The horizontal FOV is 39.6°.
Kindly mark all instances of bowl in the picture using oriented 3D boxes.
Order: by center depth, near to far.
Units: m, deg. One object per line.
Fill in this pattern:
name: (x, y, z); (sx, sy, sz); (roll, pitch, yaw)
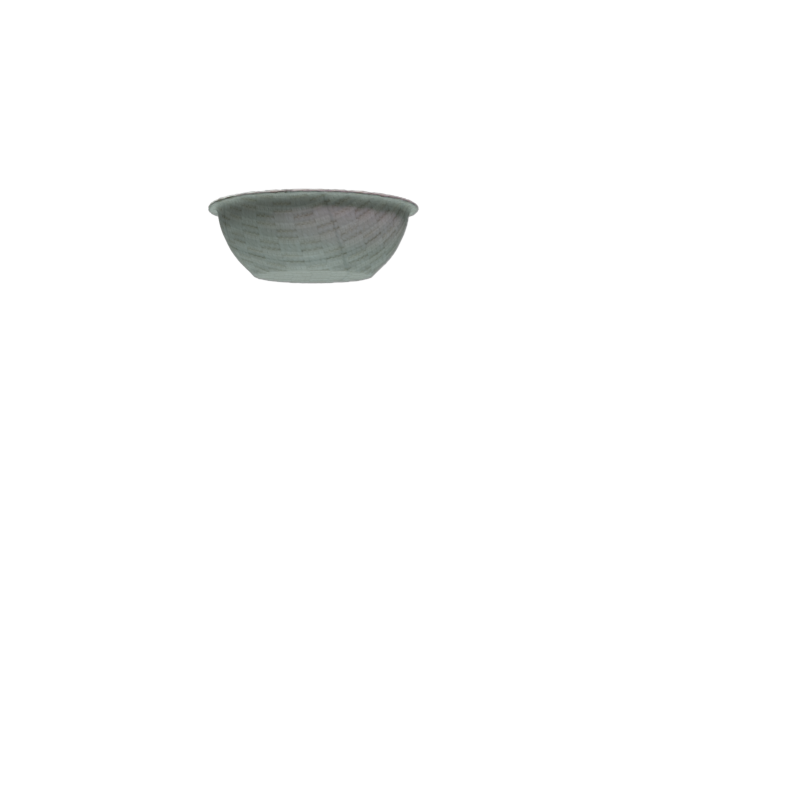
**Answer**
bowl: (-0.066, -0.121, 0.848); (0.162, 0.056, 0.161); (0, -1, -2)
